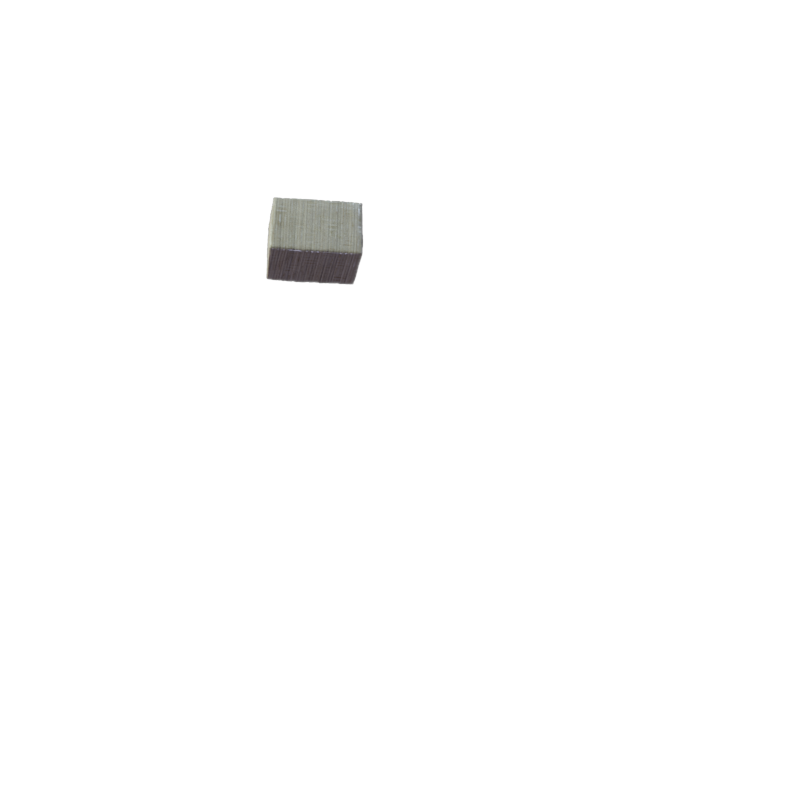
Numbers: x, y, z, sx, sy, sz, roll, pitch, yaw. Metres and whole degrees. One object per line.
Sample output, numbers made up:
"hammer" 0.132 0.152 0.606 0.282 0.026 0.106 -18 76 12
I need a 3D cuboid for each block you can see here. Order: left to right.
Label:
"block" -0.073 -0.133 0.933 0.077 0.055 0.050 3 -29 -7
